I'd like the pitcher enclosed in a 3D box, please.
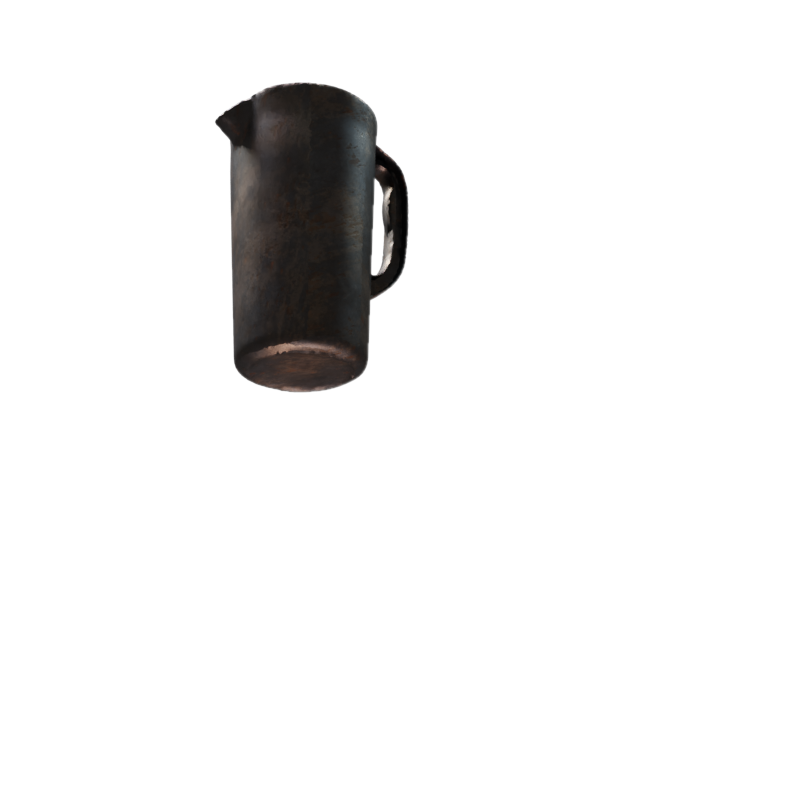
[{"bbox_3d":[-0.074,-0.135,0.942,0.151,0.257,0.135,-6,-25,10],"label":"pitcher"}]
